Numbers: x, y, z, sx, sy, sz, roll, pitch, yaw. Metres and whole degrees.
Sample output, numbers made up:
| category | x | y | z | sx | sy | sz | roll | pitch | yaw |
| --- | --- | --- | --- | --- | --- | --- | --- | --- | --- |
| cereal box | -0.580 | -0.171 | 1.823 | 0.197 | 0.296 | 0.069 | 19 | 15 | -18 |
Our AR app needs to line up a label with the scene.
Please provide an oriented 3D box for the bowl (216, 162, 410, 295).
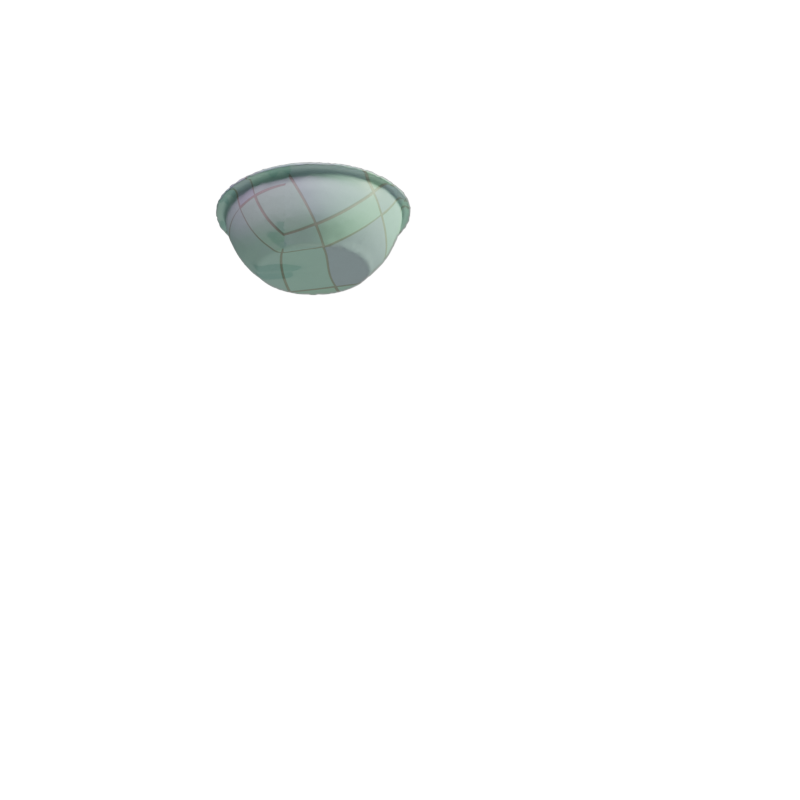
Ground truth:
| category | x | y | z | sx | sy | sz | roll | pitch | yaw |
| --- | --- | --- | --- | --- | --- | --- | --- | --- | --- |
| bowl | -0.071 | -0.130 | 0.908 | 0.162 | 0.058 | 0.154 | 1 | -22 | -2 |
